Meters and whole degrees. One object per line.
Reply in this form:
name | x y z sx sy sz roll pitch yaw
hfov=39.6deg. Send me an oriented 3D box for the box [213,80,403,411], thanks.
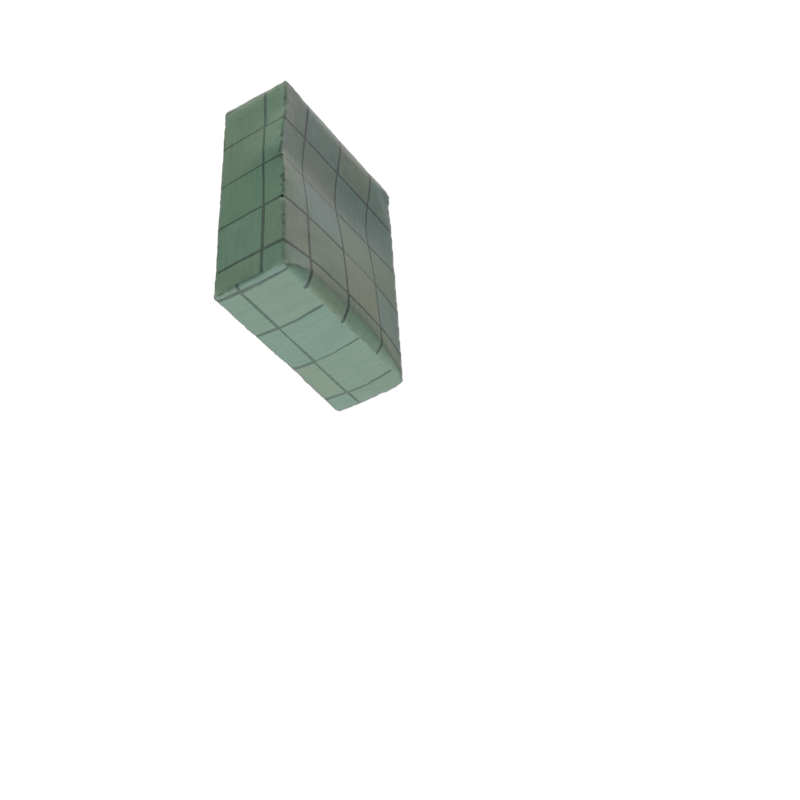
box | -0.069 -0.126 0.881 0.072 0.230 0.152 -25 -46 23
